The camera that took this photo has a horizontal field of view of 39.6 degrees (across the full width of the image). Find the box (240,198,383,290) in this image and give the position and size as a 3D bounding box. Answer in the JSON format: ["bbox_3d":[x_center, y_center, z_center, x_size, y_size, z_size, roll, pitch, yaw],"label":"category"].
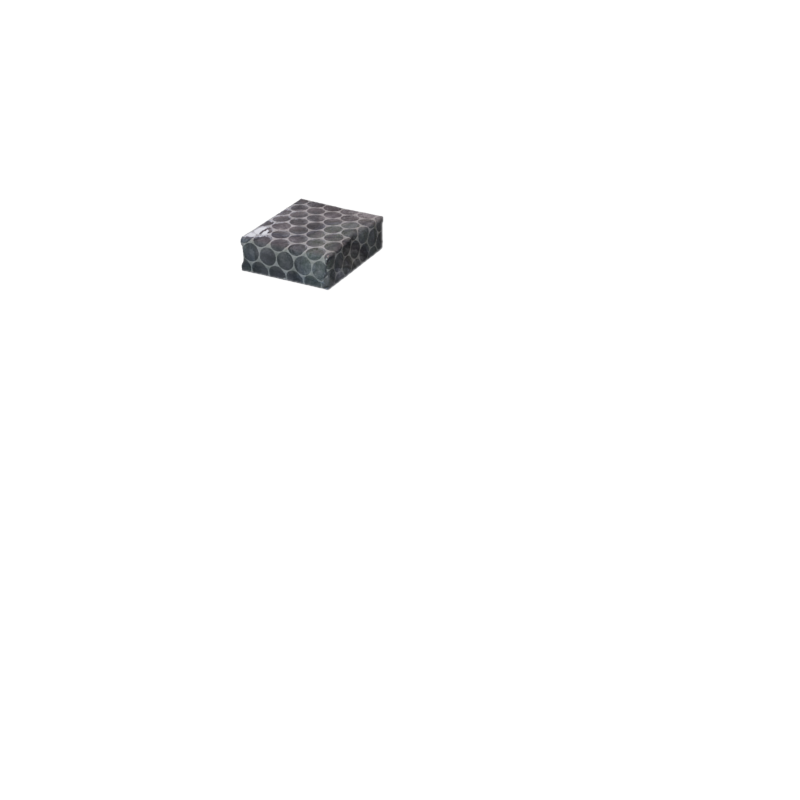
[{"bbox_3d":[-0.064,-0.117,0.817,0.076,0.028,0.090,15,33,24],"label":"box"}]
